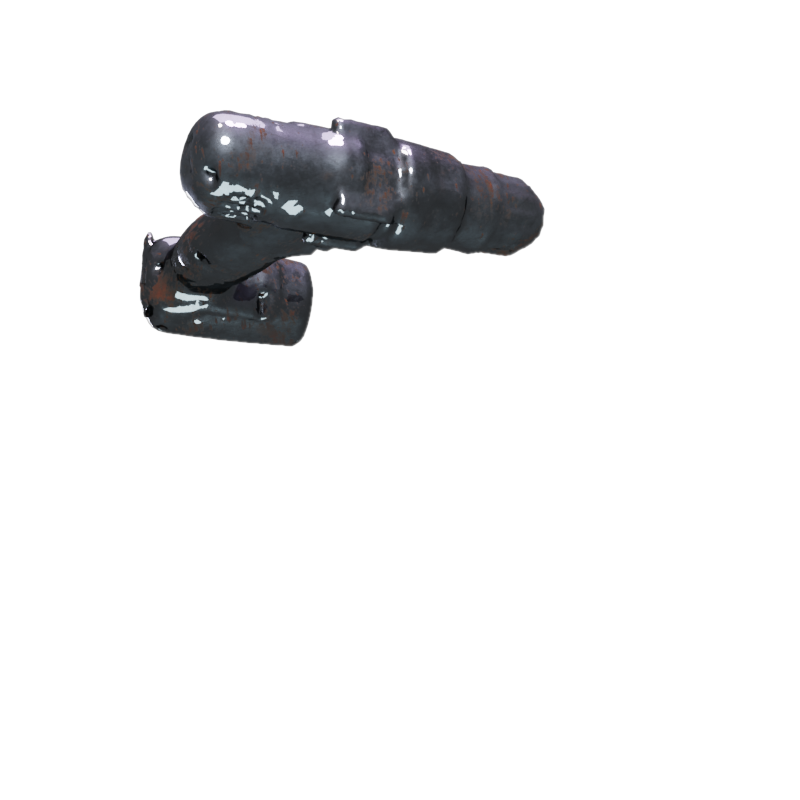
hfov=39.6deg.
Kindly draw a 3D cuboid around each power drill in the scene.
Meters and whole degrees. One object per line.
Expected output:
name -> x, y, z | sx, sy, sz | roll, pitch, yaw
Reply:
power drill -> -0.045, -0.082, 0.577 | 0.177, 0.060, 0.185 | 9, -21, -26
